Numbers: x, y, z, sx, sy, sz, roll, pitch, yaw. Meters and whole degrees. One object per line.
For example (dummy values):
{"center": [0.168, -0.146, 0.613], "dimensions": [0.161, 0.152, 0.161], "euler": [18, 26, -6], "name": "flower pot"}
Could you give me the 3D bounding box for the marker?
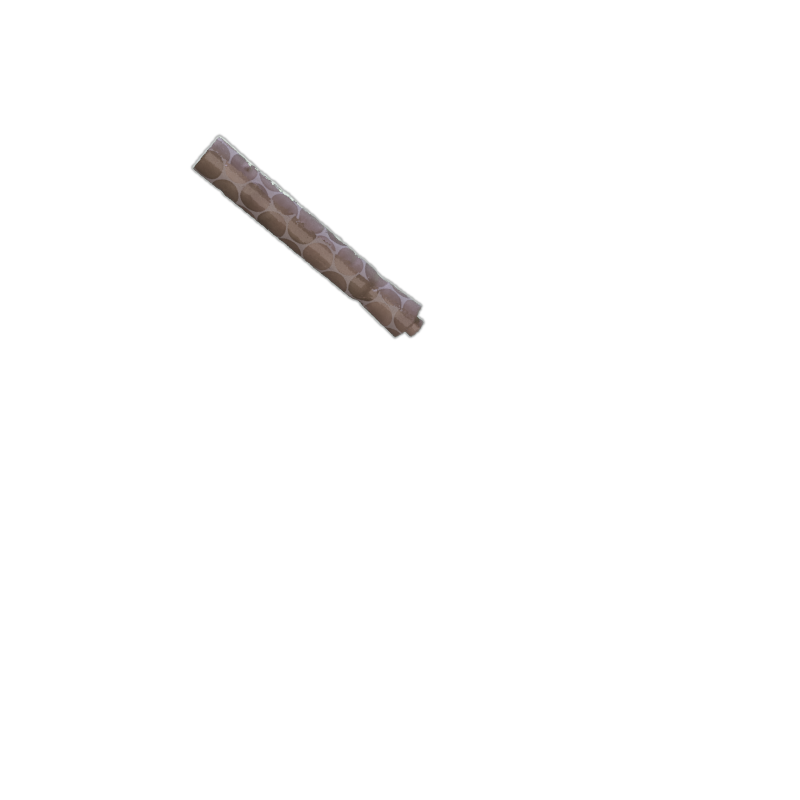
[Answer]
{"center": [-0.038, -0.068, 0.480], "dimensions": [0.119, 0.020, 0.020], "euler": [39, -4, -7], "name": "marker"}
